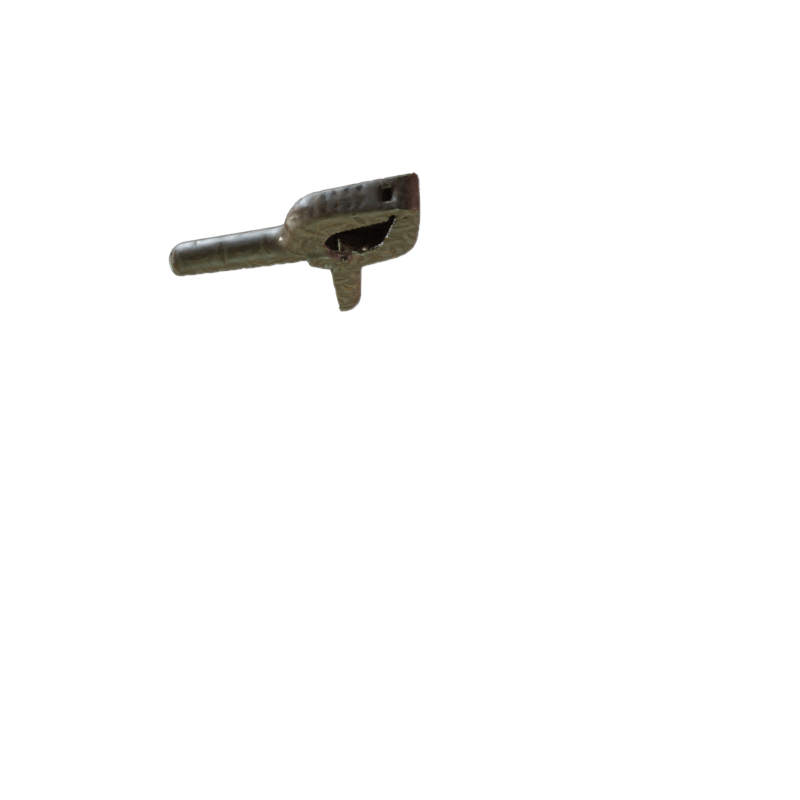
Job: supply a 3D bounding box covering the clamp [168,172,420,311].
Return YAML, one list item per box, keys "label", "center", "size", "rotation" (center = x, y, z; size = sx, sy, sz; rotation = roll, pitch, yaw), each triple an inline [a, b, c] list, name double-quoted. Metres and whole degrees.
- label: "clamp"
  center: [-0.062, -0.113, 0.790]
  size: [0.158, 0.038, 0.209]
  rotation: [8, -17, -27]
